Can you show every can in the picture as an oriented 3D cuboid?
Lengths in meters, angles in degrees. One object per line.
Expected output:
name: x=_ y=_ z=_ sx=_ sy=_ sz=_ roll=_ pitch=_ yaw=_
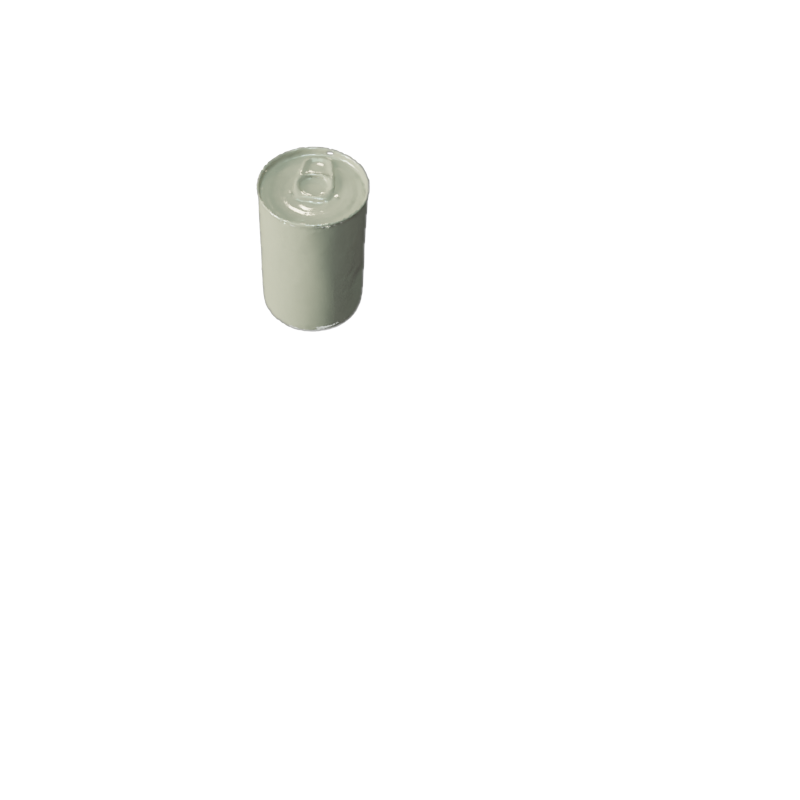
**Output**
can: x=-0.055 y=-0.100 z=0.699 sx=0.068 sy=0.073 sz=0.095 roll=0 pitch=-38 yaw=-3
